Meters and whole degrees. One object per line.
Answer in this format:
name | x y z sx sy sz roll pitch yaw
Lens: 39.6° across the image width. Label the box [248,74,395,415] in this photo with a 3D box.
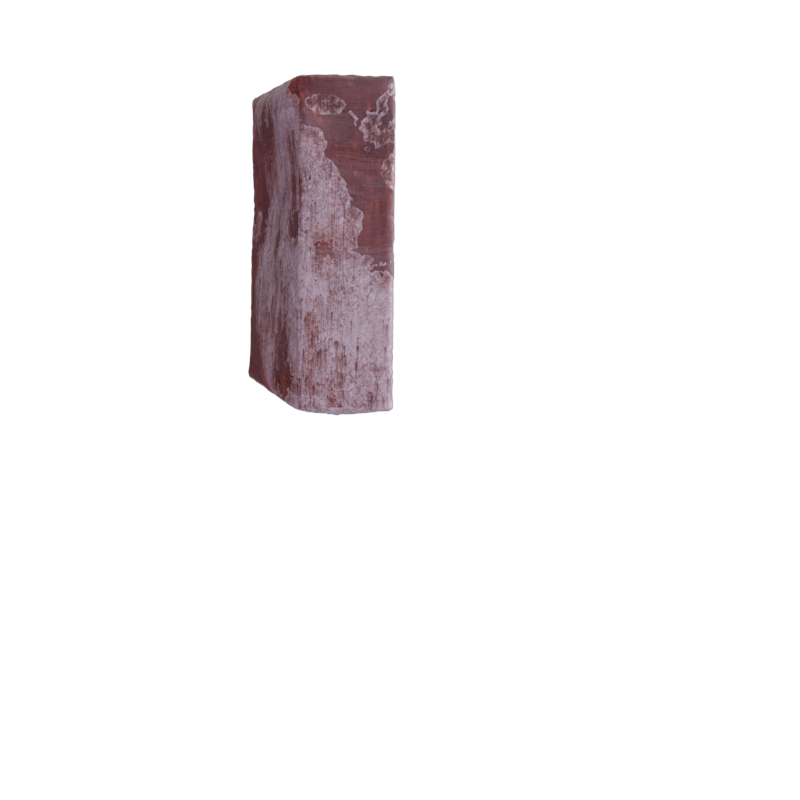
box | -0.060 -0.109 0.765 0.070 0.212 0.169 -1 5 -17
